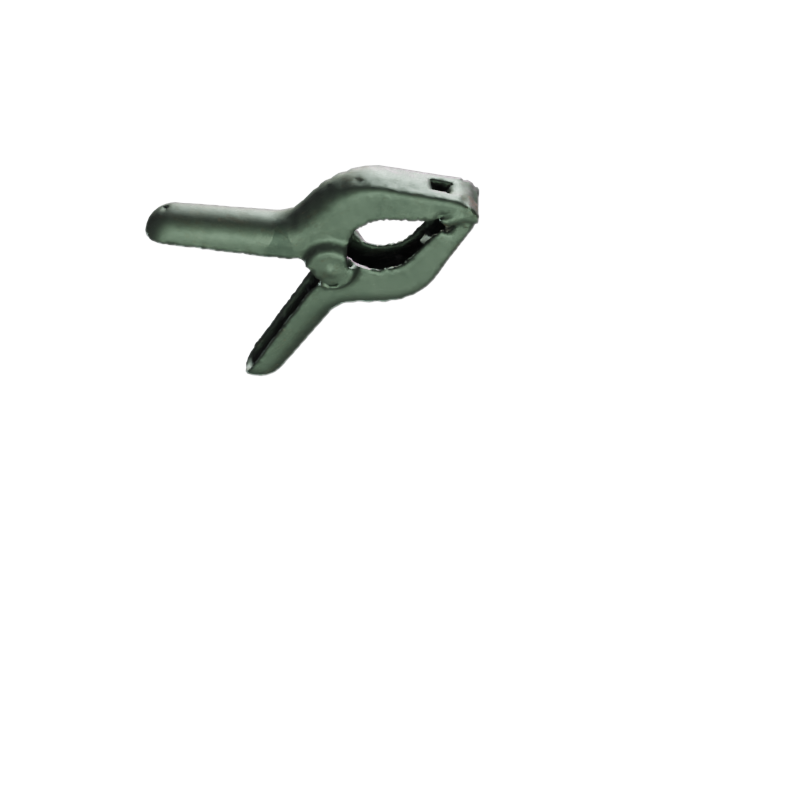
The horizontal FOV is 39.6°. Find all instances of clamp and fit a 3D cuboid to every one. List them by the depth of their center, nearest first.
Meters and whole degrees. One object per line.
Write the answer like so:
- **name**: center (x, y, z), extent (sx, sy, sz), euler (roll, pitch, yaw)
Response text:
- **clamp**: center (-0.045, -0.083, 0.580), extent (0.171, 0.042, 0.112), euler (-27, -52, 23)
